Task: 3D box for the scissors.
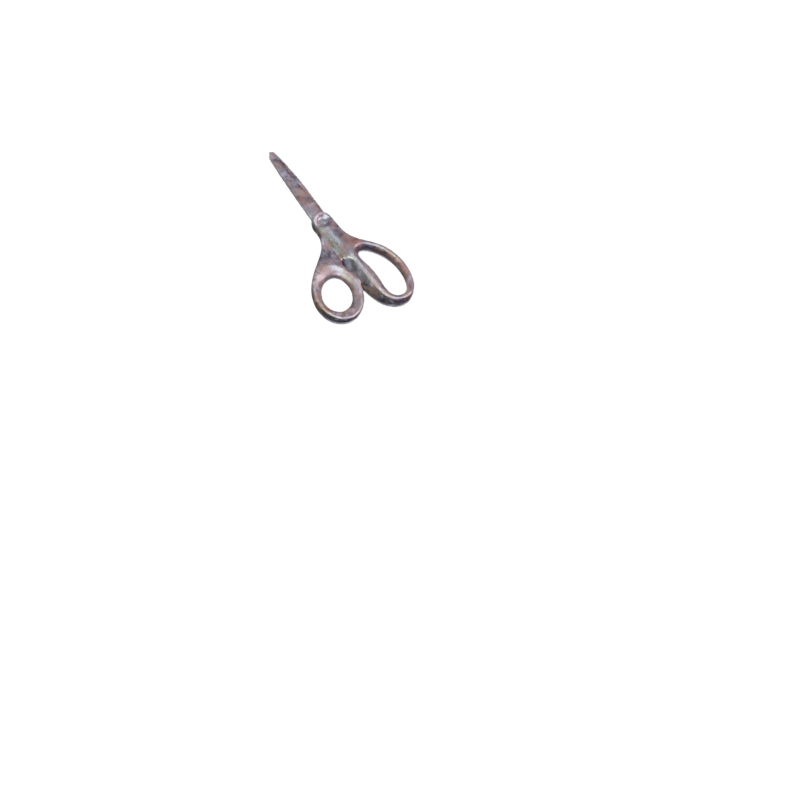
[{"bbox_3d":[-0.077,-0.140,0.983,0.213,0.097,0.015,39,-25,22],"label":"scissors"}]
